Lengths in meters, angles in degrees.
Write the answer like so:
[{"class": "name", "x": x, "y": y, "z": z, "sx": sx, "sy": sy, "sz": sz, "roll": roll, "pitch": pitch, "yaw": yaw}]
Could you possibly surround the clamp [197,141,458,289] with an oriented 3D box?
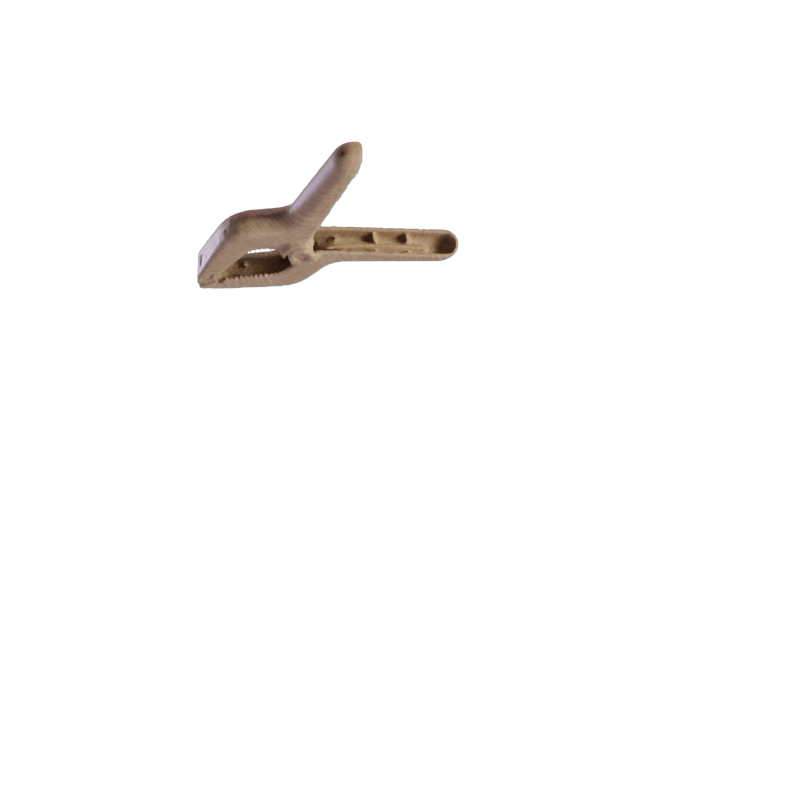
[{"class": "clamp", "x": -0.069, "y": -0.126, "z": 0.885, "sx": 0.212, "sy": 0.039, "sz": 0.153, "roll": -18, "pitch": -31, "yaw": 33}]
